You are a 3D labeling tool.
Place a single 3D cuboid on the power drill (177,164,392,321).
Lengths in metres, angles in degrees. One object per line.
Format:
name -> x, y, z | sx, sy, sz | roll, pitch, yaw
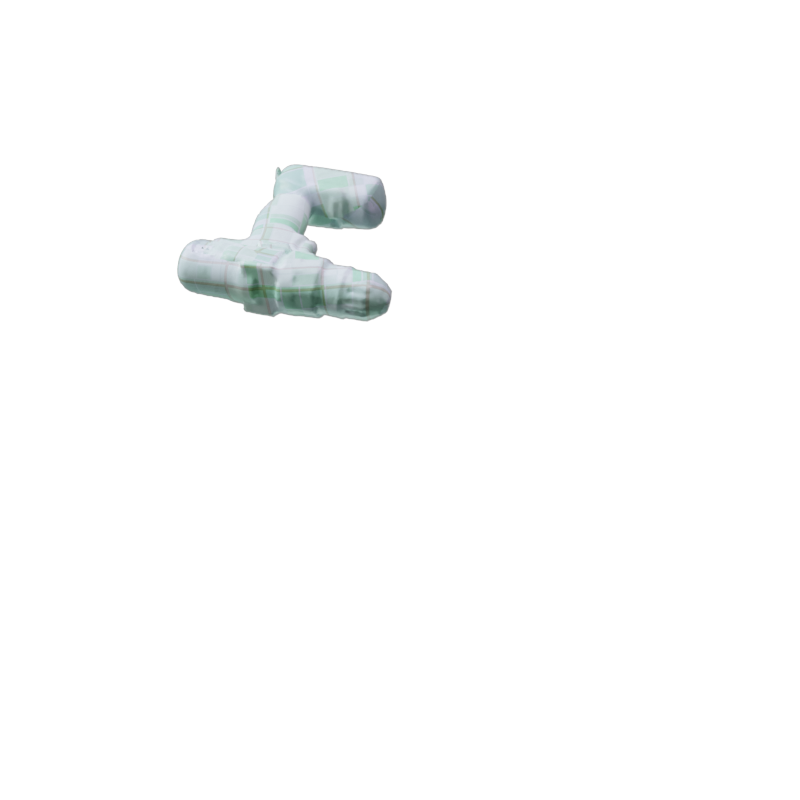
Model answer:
power drill -> -0.075, -0.137, 0.961 | 0.190, 0.054, 0.194 | 12, 36, 16
